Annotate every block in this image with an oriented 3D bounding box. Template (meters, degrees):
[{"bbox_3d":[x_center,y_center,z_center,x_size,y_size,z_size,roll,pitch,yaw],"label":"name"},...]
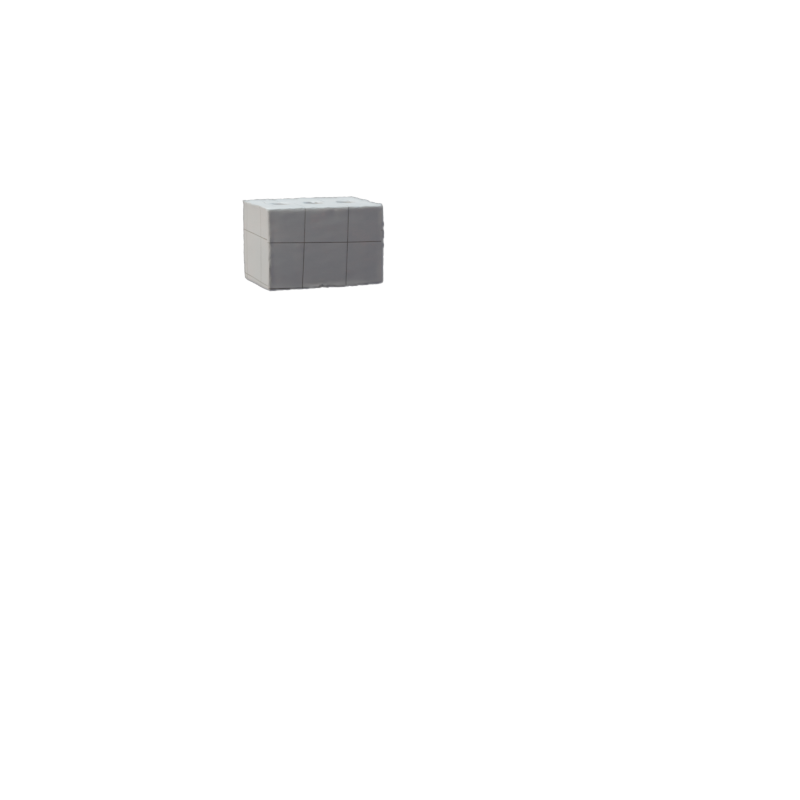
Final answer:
[{"bbox_3d":[-0.054,-0.099,0.694,0.076,0.050,0.055,-5,13,-22],"label":"block"}]
